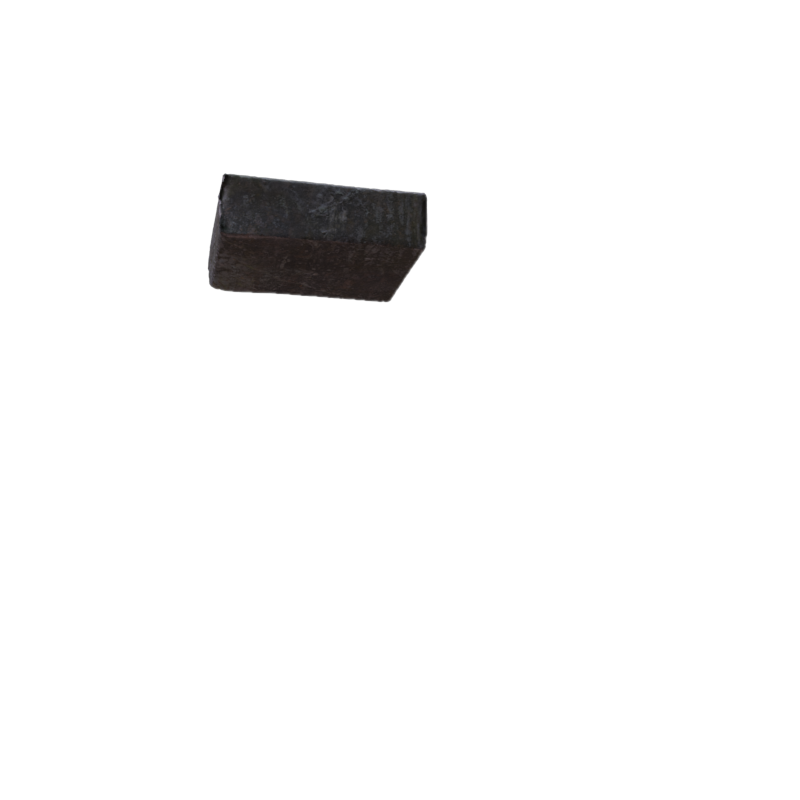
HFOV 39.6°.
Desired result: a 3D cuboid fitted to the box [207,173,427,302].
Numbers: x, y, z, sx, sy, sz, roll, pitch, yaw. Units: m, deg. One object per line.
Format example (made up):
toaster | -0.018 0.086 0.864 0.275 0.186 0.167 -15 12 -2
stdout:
box | -0.049 -0.089 0.622 0.112 0.041 0.087 3 -17 -10
